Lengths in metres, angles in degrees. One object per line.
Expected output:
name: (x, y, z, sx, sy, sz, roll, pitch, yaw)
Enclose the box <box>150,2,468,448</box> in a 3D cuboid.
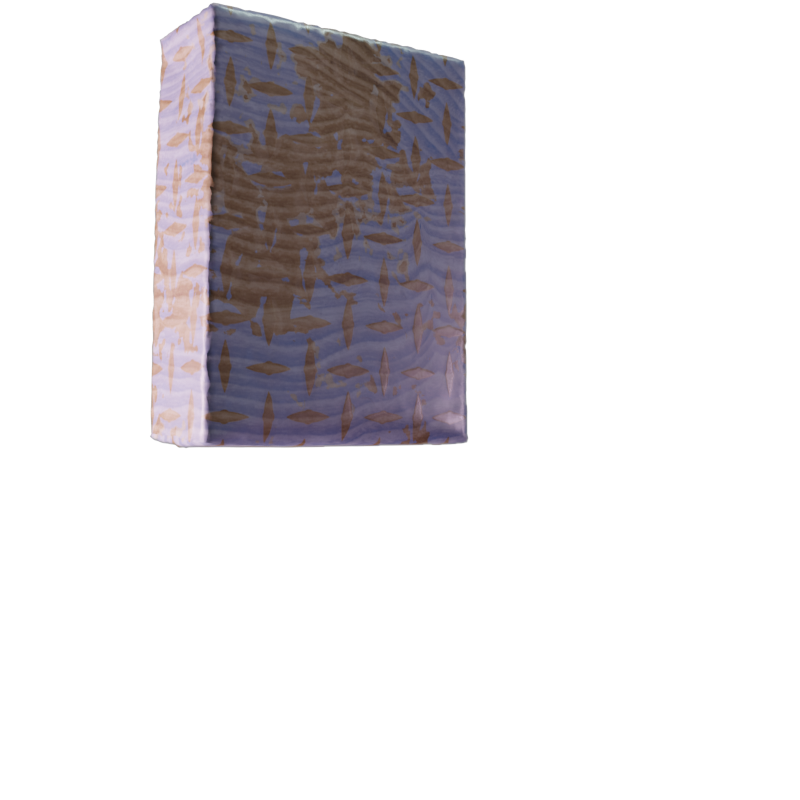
box: (-0.046, -0.084, 0.588, 0.157, 0.218, 0.073, 4, -9, -35)
